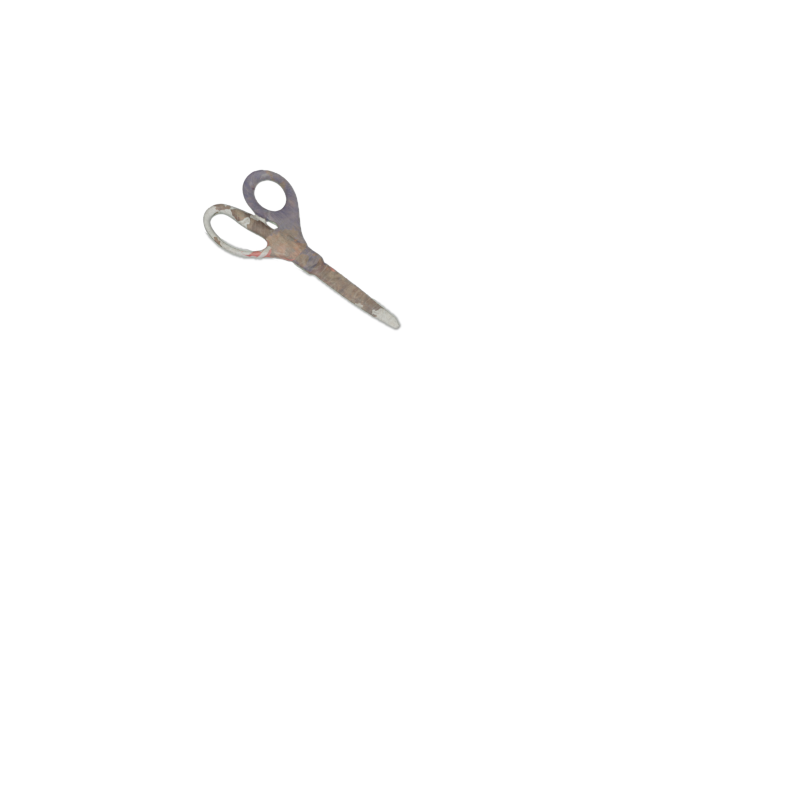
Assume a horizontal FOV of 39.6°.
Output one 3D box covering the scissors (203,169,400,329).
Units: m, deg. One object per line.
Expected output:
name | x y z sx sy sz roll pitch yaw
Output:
scissors | -0.078 -0.142 0.998 0.205 0.099 0.015 22 -19 8
